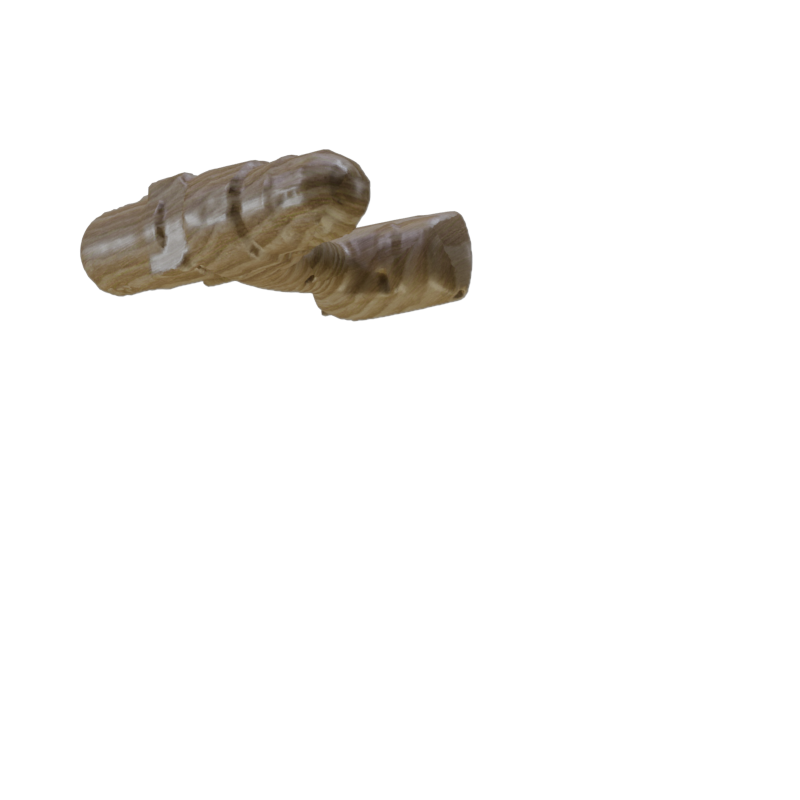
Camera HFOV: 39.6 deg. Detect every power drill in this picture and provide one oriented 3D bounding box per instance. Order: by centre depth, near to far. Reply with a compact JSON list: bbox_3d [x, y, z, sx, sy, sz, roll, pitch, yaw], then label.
[{"bbox_3d":[-0.046,-0.083,0.583,0.190,0.059,0.178,-5,-7,41],"label":"power drill"}]
